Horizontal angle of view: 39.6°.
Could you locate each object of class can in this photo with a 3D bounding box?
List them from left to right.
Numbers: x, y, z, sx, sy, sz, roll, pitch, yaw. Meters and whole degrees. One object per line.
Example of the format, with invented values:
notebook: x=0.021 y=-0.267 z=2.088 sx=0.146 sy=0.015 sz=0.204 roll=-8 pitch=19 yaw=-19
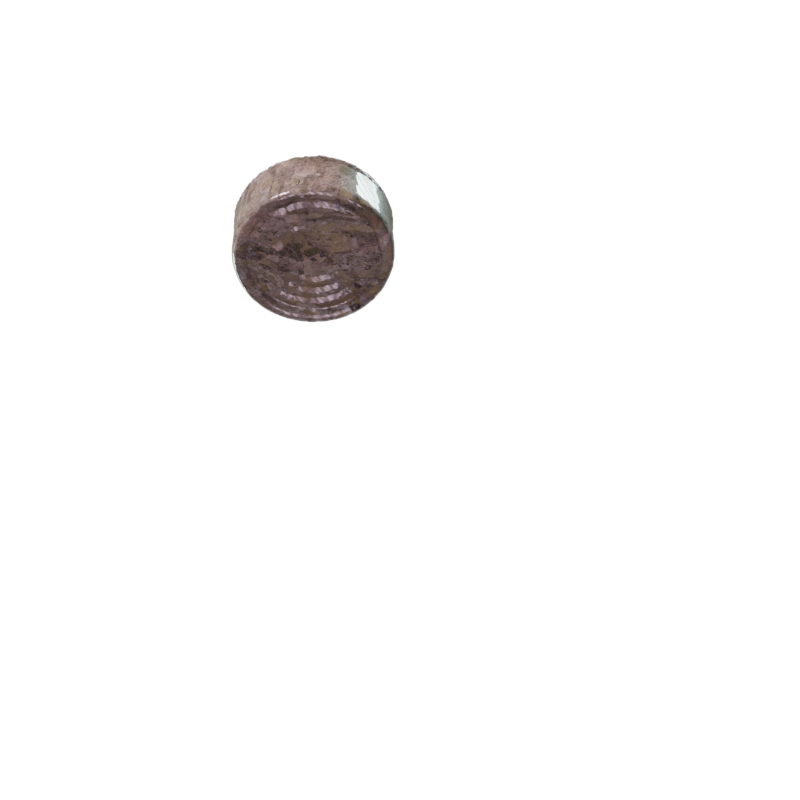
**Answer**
can: x=-0.046 y=-0.083 z=0.583 sx=0.086 sy=0.080 sz=0.036 roll=1 pitch=36 yaw=-1
